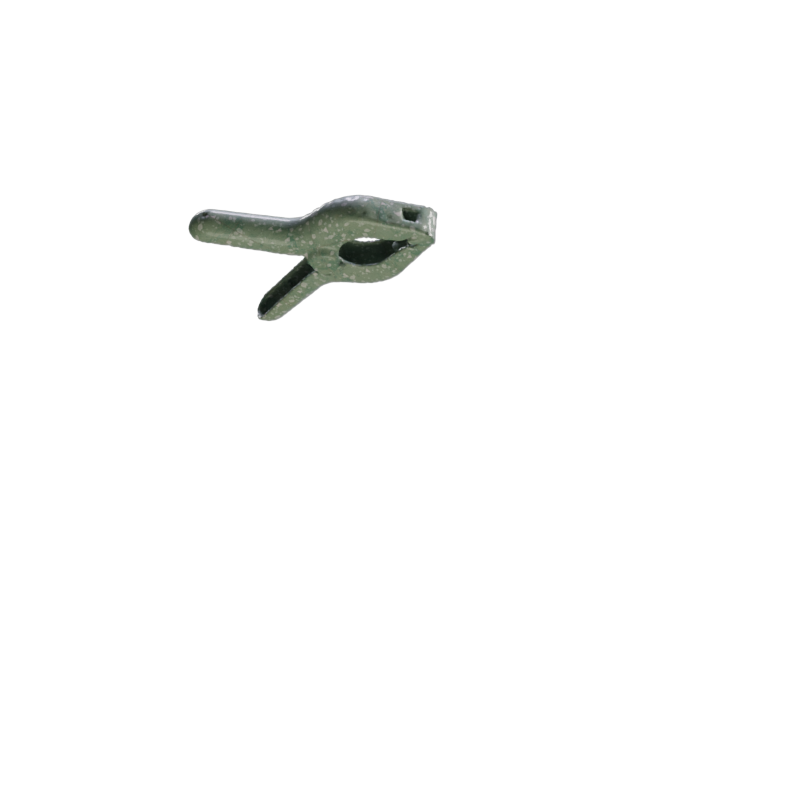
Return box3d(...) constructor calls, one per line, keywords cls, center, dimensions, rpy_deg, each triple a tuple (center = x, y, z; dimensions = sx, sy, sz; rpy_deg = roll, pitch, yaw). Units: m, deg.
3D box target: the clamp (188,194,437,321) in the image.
box3d(cls="clamp", center=(-0.061, -0.112, 0.786), dimensions=(0.173, 0.042, 0.111), rpy_deg=(-17, -34, 27))
